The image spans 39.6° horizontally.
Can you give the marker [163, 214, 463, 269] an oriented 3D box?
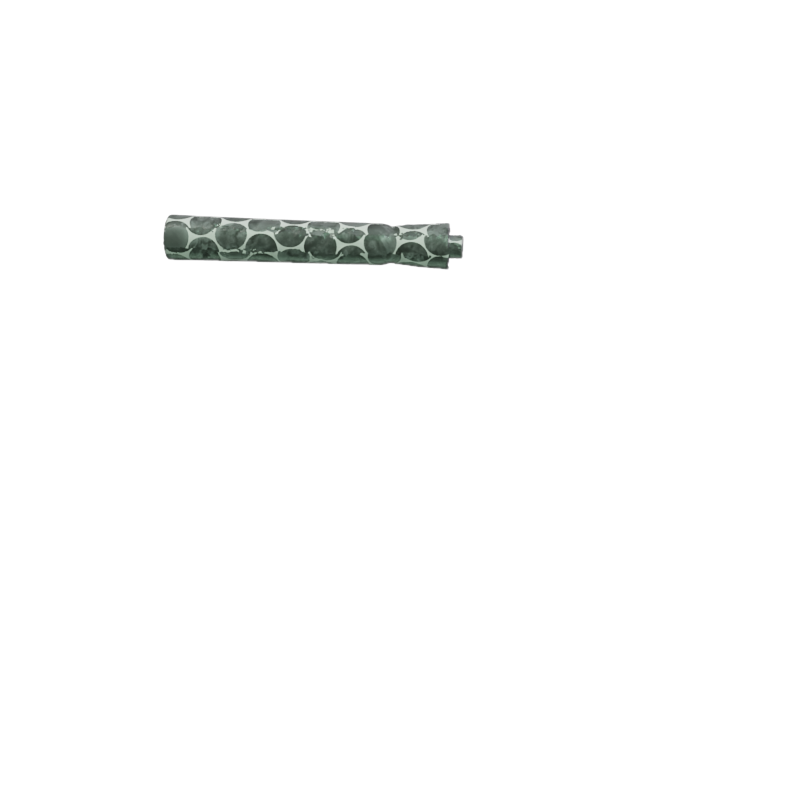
[{"bbox_3d":[-0.035,-0.065,0.452,0.122,0.020,0.020,3,4,7],"label":"marker"}]
